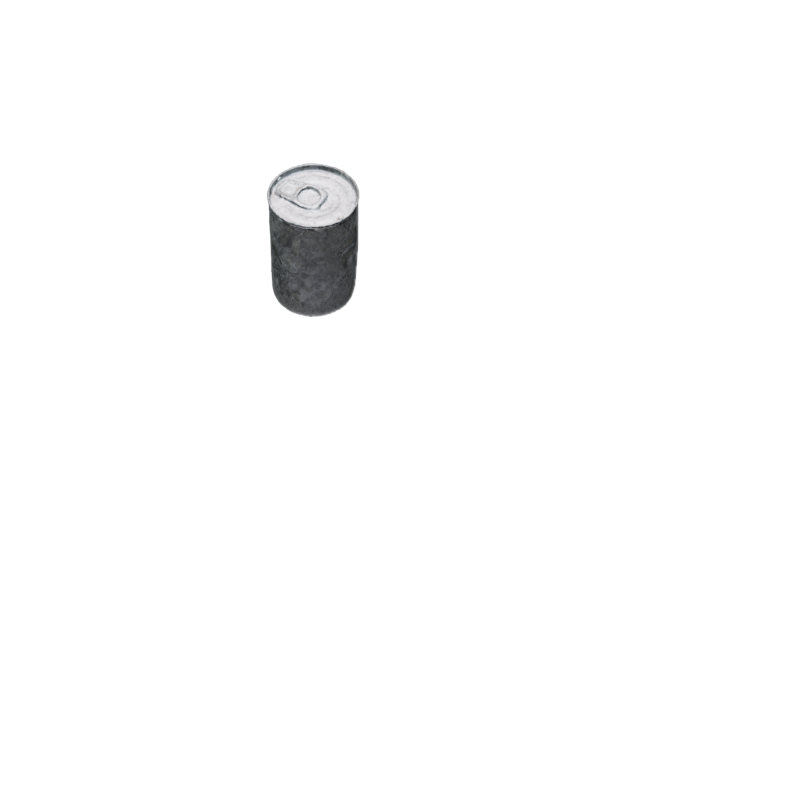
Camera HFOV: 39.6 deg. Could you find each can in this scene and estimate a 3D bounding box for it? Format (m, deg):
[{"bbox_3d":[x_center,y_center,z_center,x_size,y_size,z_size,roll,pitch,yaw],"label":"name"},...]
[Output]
[{"bbox_3d":[-0.066,-0.121,0.849,0.068,0.074,0.095,0,-40,-3],"label":"can"}]
